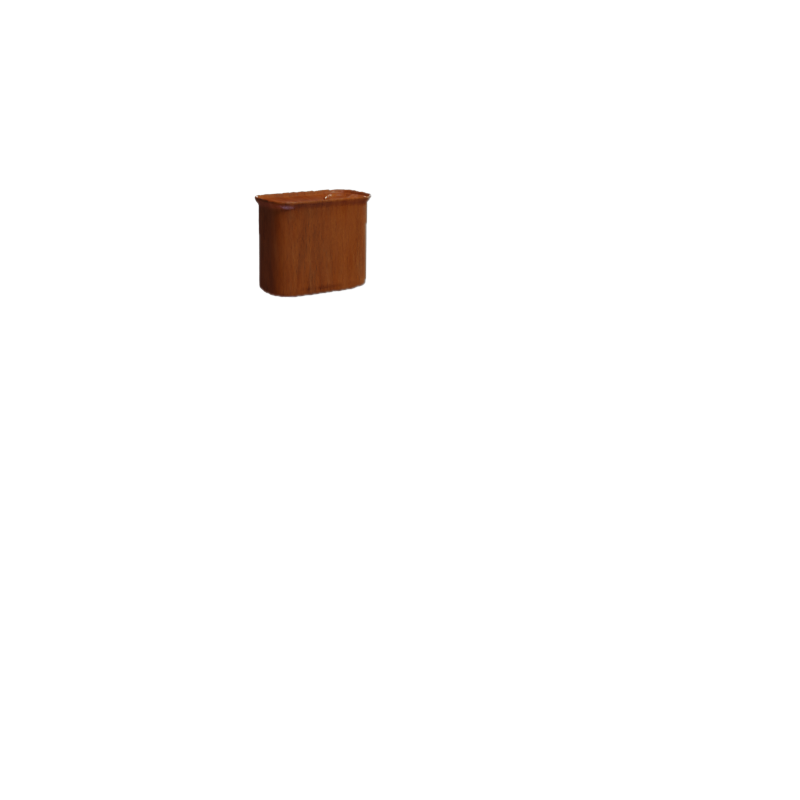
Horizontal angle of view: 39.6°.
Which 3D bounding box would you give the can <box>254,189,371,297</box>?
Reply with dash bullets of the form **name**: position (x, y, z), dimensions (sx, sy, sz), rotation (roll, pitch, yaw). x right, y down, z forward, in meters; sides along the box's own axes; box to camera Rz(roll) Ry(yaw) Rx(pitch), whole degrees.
- **can**: position (-0.077, -0.140, 0.980), dimensions (0.099, 0.082, 0.061), rotation (-9, 16, -33)
